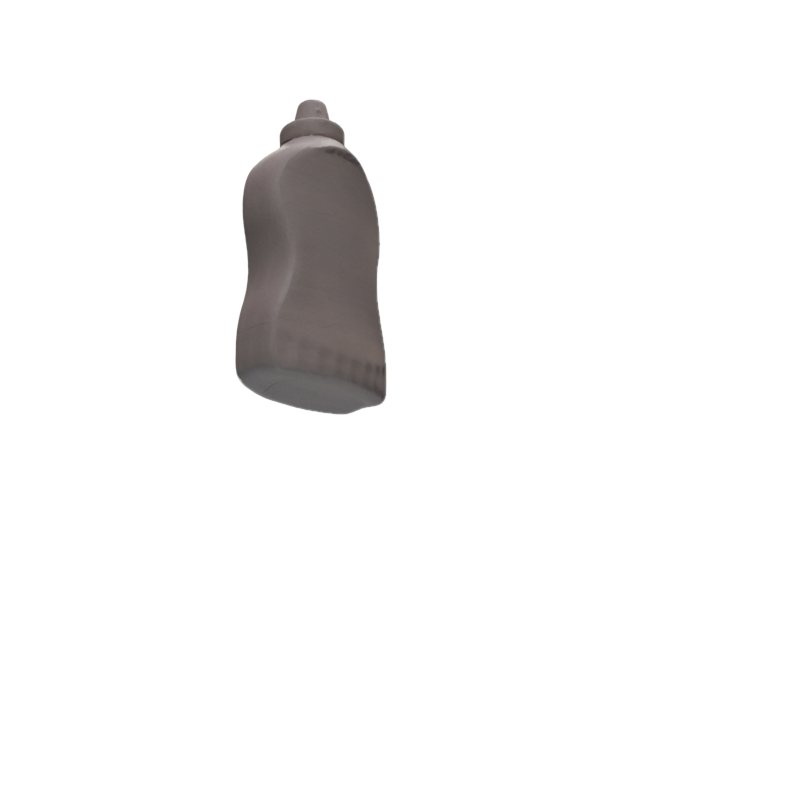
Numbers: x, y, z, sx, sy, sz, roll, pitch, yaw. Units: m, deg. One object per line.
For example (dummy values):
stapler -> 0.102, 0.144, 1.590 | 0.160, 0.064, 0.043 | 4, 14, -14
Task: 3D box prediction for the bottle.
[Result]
bottle -> -0.052, -0.094, 0.661 | 0.059, 0.202, 0.090 | -23, -31, 40
